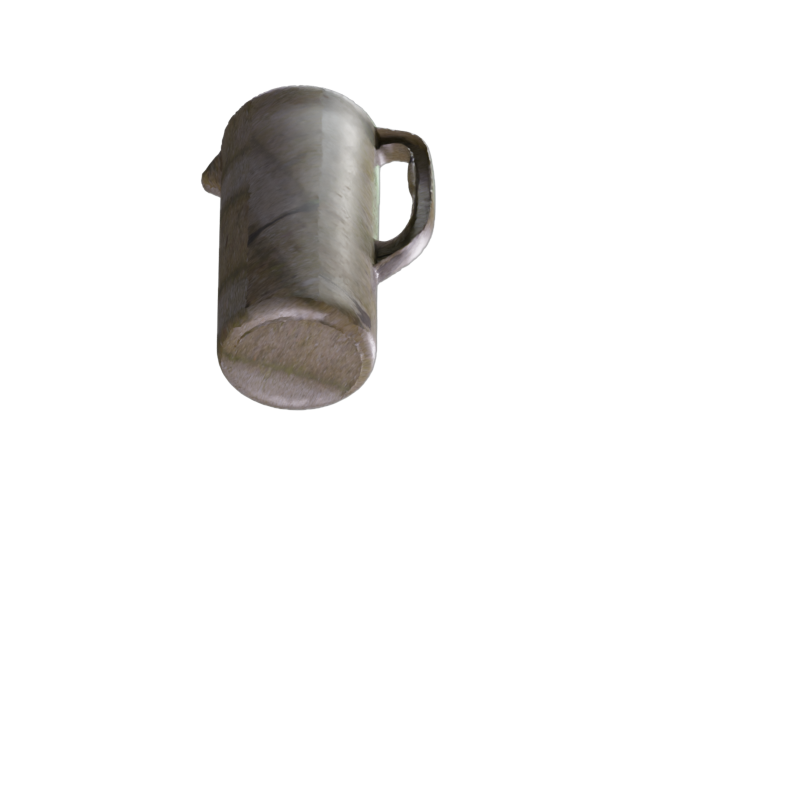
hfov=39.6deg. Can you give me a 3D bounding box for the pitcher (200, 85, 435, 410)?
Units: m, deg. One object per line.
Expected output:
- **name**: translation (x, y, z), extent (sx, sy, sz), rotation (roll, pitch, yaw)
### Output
- **pitcher**: translation (-0.065, -0.118, 0.824), extent (0.138, 0.261, 0.146), rotation (25, -51, -26)
